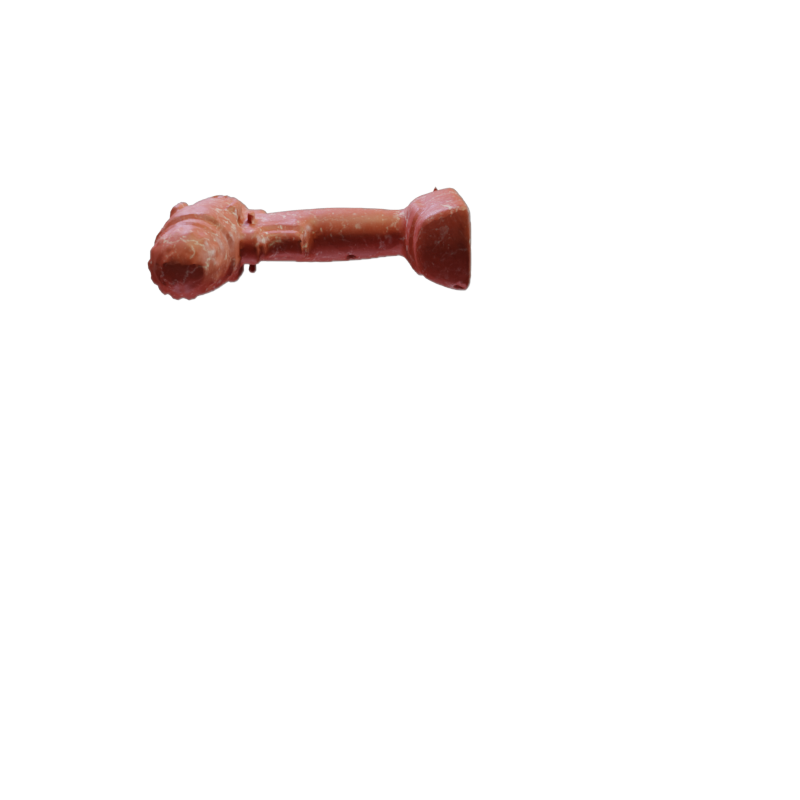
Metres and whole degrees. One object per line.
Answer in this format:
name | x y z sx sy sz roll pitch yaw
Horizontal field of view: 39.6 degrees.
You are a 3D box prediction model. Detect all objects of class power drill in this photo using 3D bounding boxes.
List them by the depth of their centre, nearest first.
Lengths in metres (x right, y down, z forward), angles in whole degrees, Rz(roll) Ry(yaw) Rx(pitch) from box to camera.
power drill | -0.053 -0.097 0.679 0.188 0.056 0.190 0 17 1
